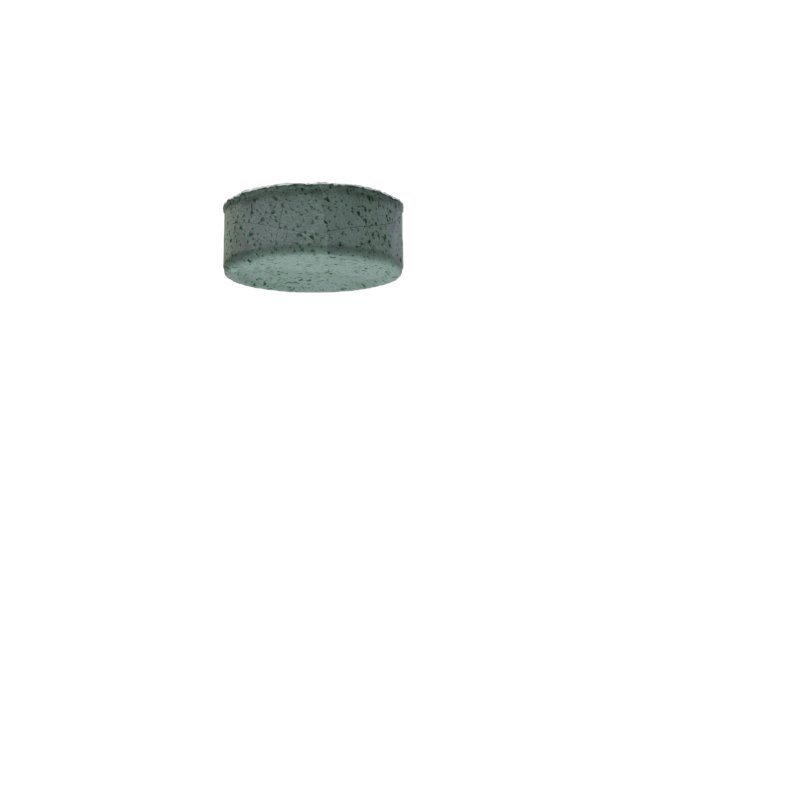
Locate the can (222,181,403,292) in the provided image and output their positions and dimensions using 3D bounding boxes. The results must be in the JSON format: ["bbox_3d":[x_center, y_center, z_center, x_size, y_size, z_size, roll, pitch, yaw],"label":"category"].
[{"bbox_3d":[-0.041,-0.075,0.522,0.086,0.034,0.084,0,-7,-2],"label":"can"}]
